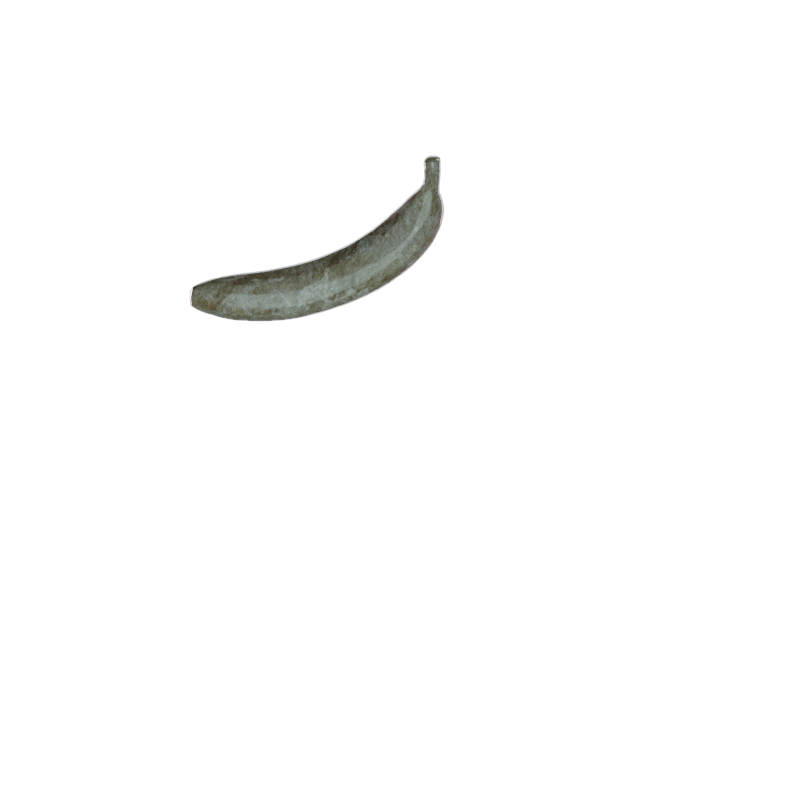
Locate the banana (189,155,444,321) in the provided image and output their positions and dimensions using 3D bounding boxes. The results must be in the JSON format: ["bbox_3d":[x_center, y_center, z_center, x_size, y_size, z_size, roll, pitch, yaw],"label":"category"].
[{"bbox_3d":[-0.046,-0.095,0.757,0.198,0.066,0.039,-28,22,11],"label":"banana"}]
